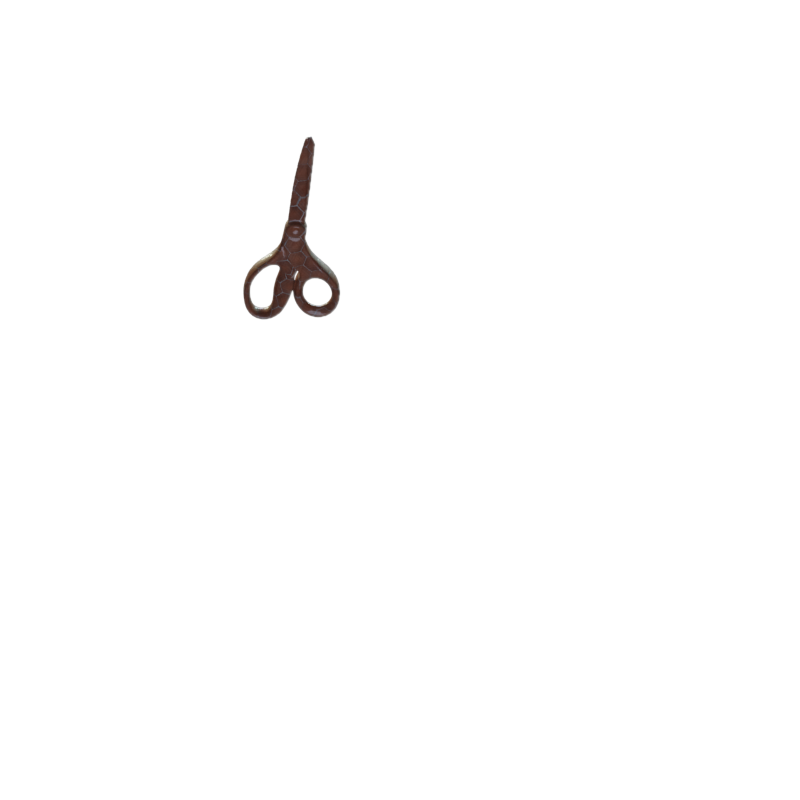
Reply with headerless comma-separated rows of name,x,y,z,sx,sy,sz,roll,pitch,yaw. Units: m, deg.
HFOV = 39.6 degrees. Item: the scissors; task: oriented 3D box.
scissors,-0.076,-0.138,0.968,0.093,0.017,0.194,19,-49,-18
